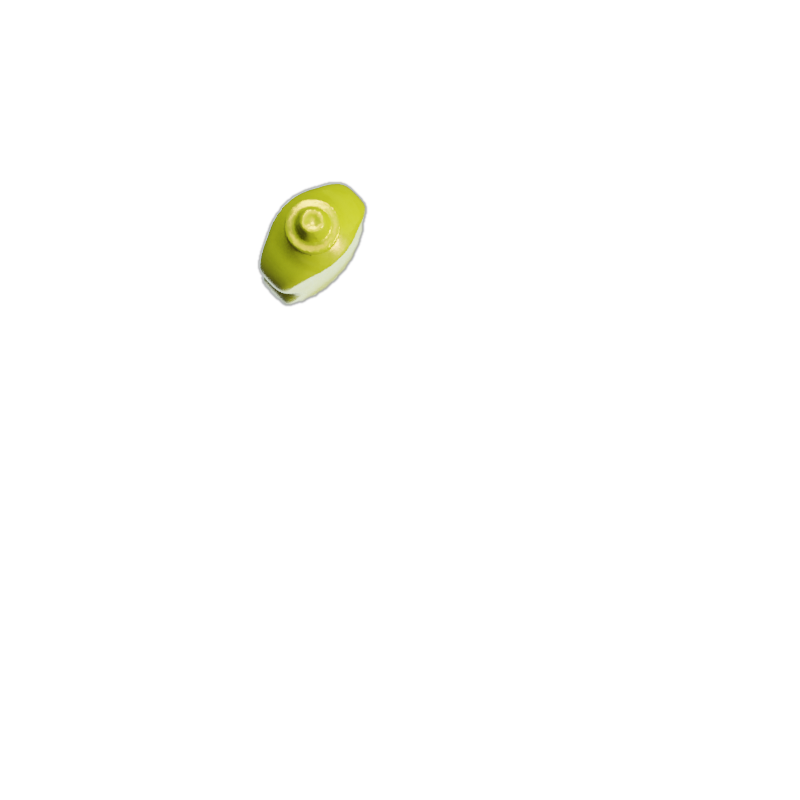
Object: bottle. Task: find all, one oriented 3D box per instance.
[{"bbox_3d":[-0.069,-0.125,0.873,0.096,0.059,0.190,-44,2,-4],"label":"bottle"}]
